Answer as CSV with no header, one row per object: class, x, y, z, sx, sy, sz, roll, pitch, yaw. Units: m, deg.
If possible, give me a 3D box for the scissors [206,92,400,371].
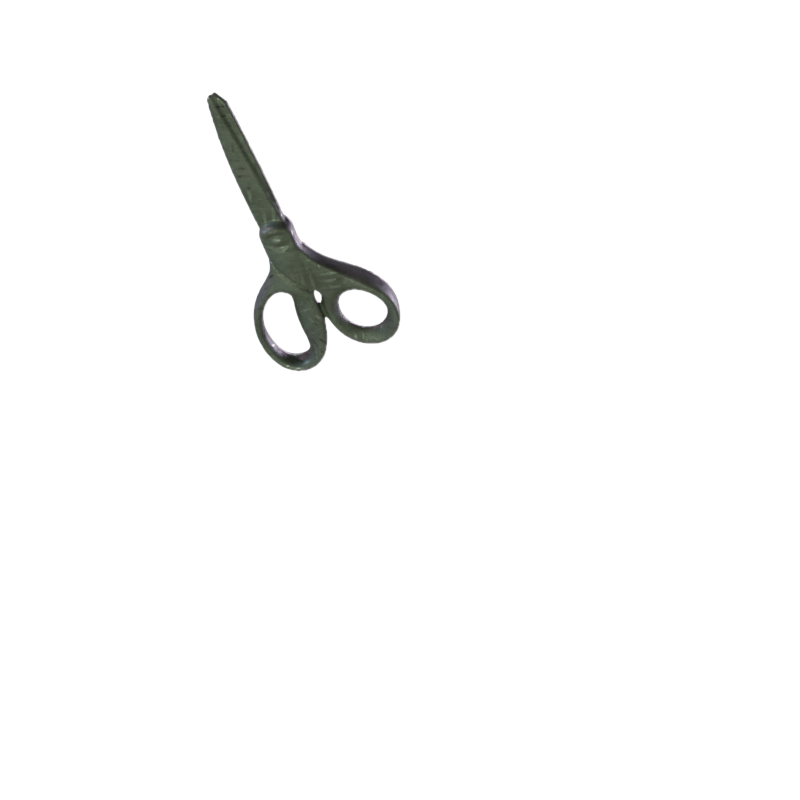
scissors,-0.048,-0.088,0.618,0.096,0.017,0.187,-1,-44,0
